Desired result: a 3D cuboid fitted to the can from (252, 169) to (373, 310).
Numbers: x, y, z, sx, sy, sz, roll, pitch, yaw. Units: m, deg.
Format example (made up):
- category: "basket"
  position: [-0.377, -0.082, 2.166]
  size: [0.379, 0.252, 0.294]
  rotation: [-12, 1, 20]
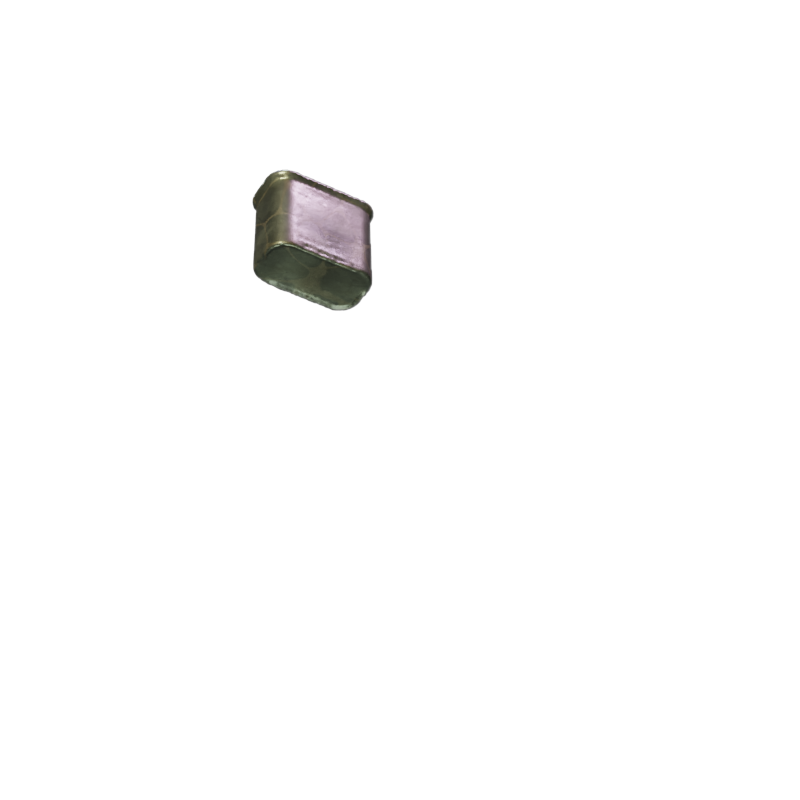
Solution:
- category: "can"
  position: [-0.072, -0.131, 0.916]
  size: [0.098, 0.090, 0.056]
  rotation: [20, -46, -23]
